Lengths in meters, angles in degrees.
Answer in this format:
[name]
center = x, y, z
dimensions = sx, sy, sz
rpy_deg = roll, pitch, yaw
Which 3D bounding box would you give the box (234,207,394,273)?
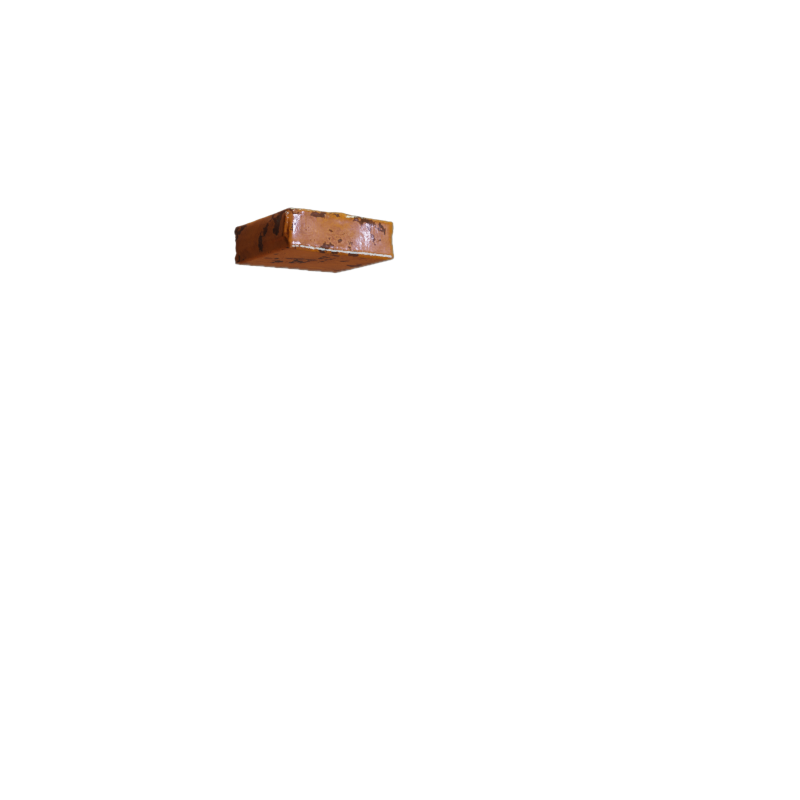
[box]
center = -0.061, -0.110, 0.773
dimensions = 0.086, 0.031, 0.075
rpy_deg = 3, -5, -34
